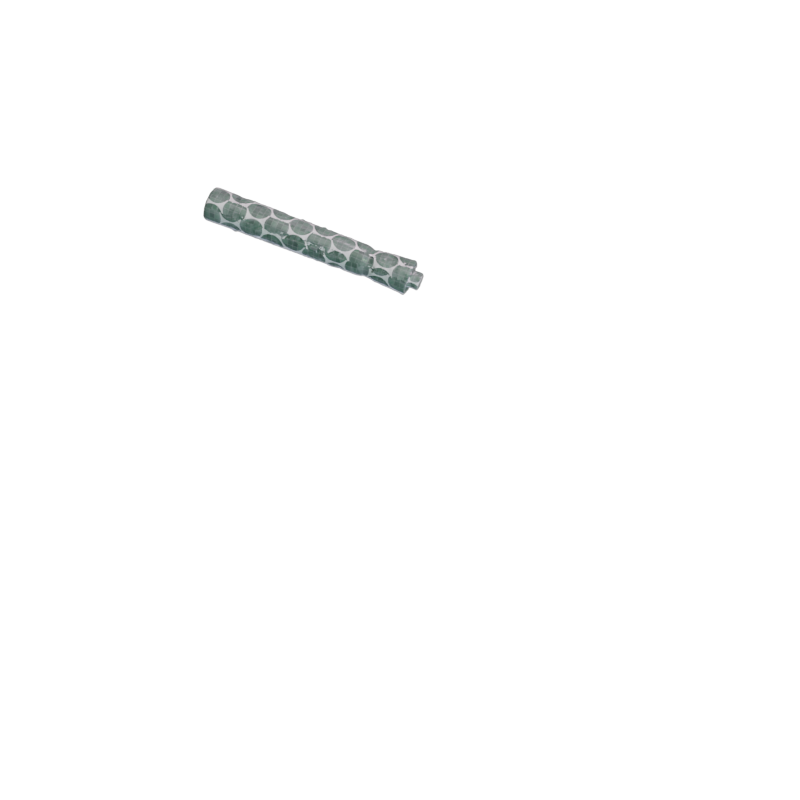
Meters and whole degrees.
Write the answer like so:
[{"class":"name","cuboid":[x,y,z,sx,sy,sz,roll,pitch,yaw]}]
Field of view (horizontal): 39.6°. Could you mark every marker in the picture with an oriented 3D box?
[{"class":"marker","cuboid":[-0.046,-0.083,0.584,0.124,0.020,0.019,22,8,12]}]
